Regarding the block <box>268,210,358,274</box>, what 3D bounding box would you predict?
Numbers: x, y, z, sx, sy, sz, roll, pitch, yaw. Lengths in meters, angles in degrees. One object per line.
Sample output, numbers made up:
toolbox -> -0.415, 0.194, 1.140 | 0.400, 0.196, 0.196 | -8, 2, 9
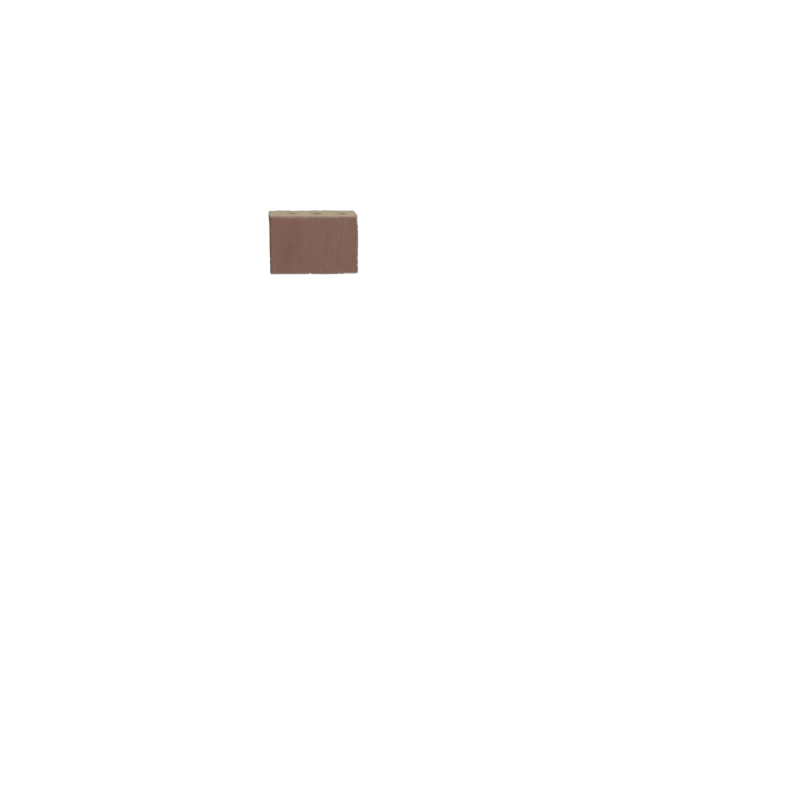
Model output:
block -> -0.075, -0.137, 0.963 | 0.078, 0.050, 0.054 | 0, 10, -3
